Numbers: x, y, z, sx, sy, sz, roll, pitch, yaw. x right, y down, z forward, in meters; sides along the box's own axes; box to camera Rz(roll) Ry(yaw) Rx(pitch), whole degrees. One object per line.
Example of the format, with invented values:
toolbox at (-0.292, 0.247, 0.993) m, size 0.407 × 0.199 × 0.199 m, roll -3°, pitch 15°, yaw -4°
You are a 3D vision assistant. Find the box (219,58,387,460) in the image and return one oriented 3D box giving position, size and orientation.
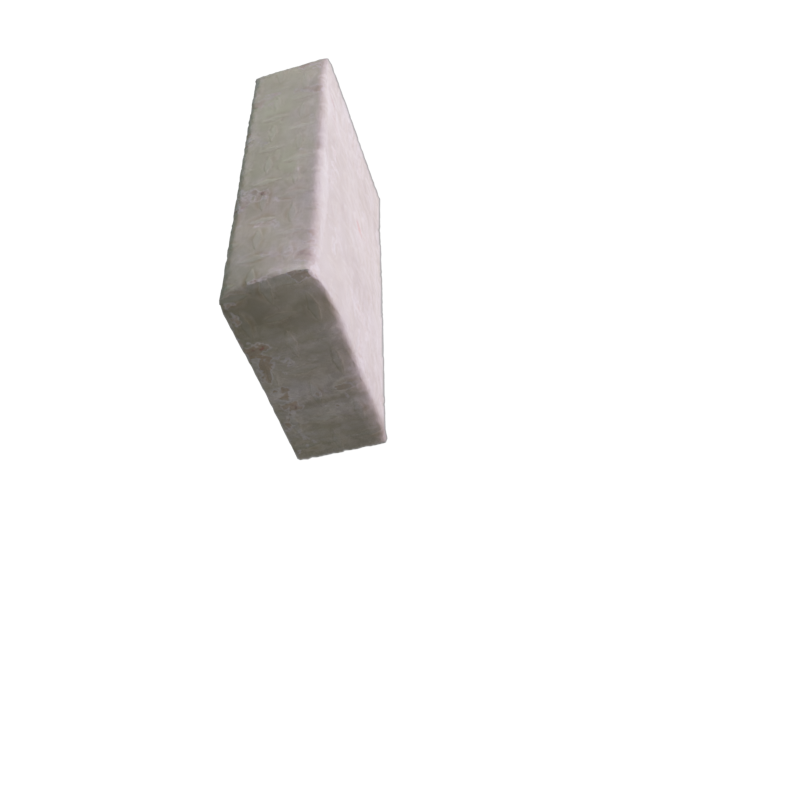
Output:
box at (-0.039, -0.071, 0.499) m, size 0.048 × 0.086 × 0.189 m, roll -15°, pitch 39°, yaw 8°
